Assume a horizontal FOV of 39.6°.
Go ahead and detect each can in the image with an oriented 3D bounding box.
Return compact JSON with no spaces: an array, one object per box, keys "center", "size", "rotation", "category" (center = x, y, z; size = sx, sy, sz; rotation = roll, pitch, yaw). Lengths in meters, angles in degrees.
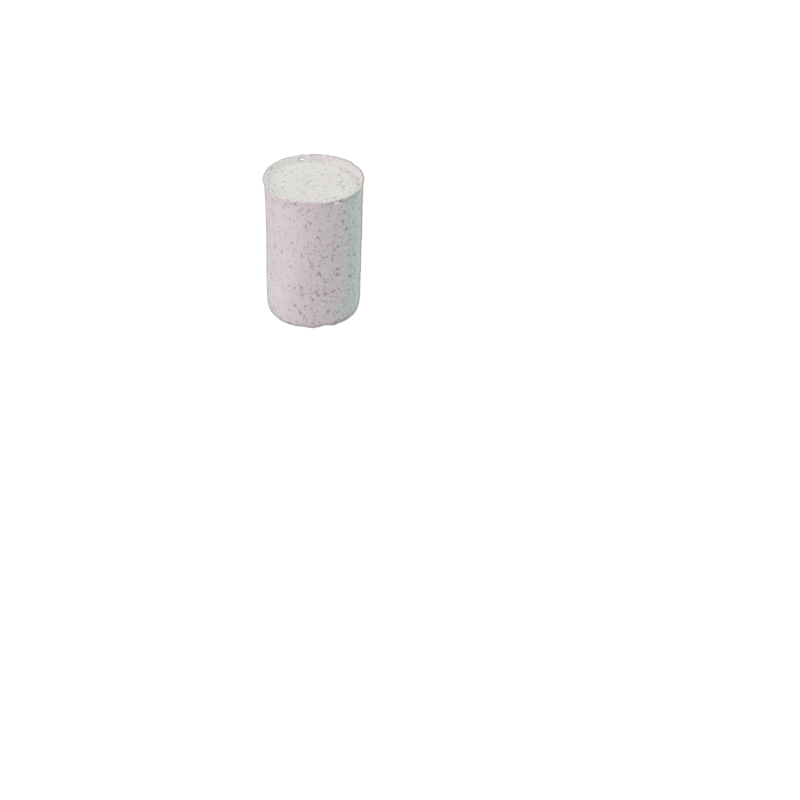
[{"center":[-0.060,-0.109,0.765],"size":[0.068,0.096,0.073],"rotation":[0,35,-3],"category":"can"}]
